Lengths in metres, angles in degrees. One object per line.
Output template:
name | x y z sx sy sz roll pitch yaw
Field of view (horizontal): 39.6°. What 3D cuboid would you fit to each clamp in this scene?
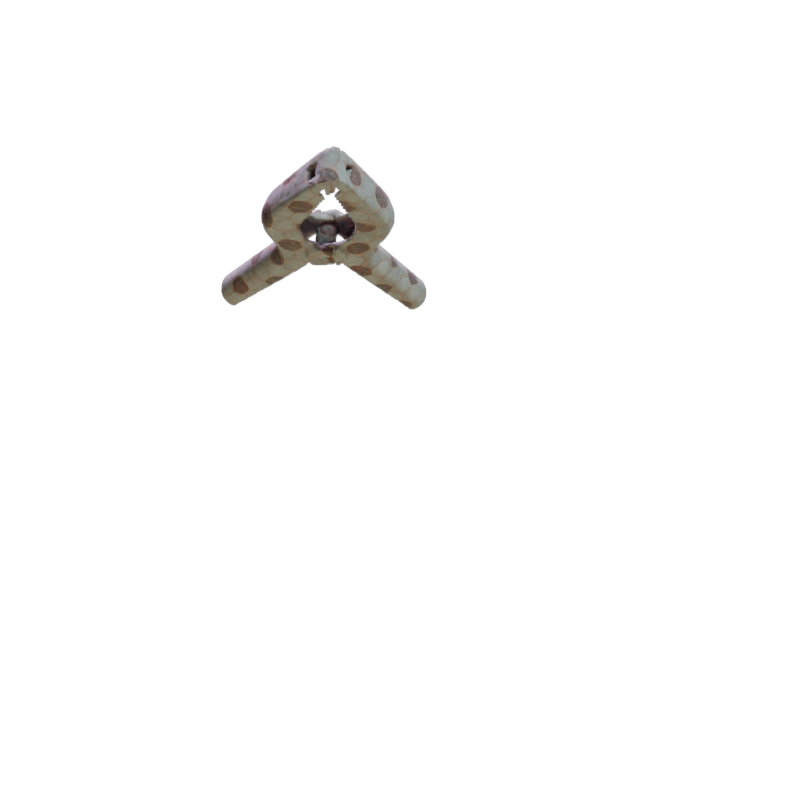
clamp | -0.064 -0.118 0.824 0.165 0.038 0.198 -1 -22 3
